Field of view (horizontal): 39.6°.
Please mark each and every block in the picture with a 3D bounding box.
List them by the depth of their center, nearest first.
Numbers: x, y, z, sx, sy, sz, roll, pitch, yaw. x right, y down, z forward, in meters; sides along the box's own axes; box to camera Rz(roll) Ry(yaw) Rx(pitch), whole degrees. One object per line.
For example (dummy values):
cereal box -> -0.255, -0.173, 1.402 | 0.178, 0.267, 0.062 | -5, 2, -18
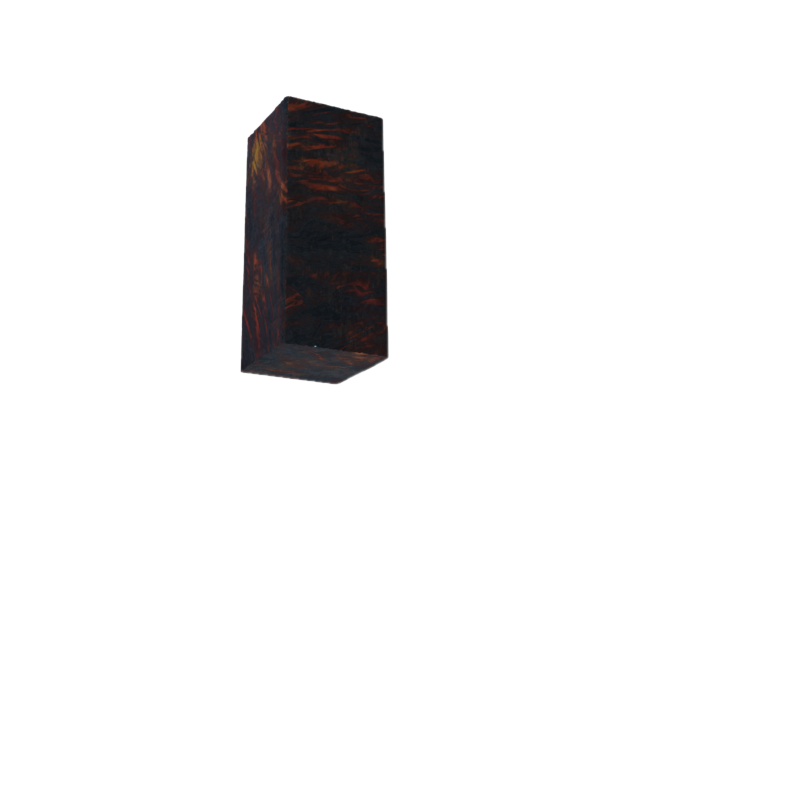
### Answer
block -> -0.070, -0.127, 0.895 | 0.087, 0.216, 0.089 | 9, -23, -26
